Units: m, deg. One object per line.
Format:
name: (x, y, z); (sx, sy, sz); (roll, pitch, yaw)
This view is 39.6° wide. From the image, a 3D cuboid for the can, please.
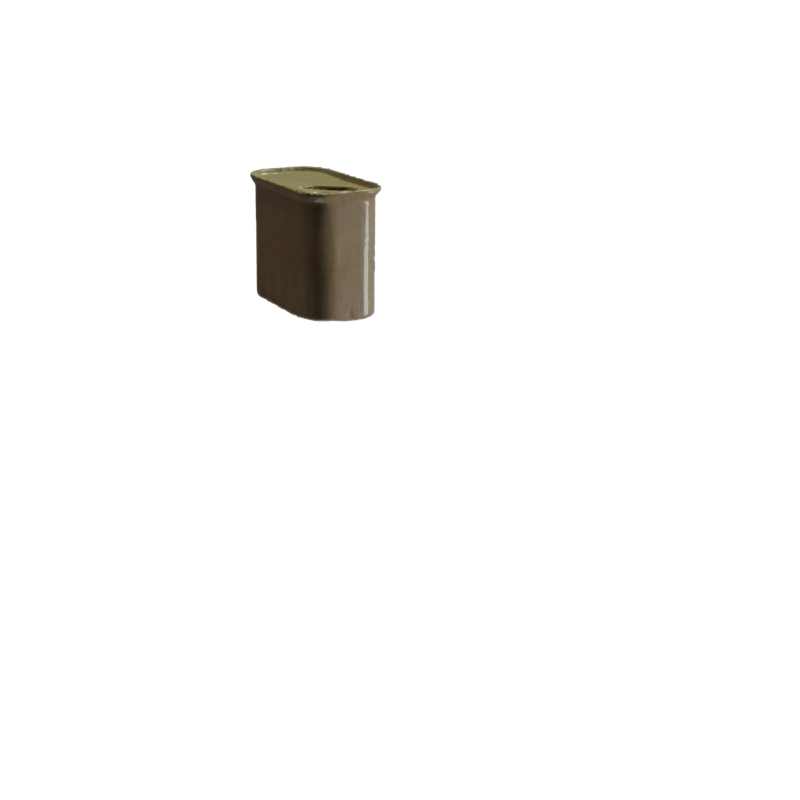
can: (-0.056, -0.103, 0.721); (0.056, 0.081, 0.108); (-8, 19, -29)
